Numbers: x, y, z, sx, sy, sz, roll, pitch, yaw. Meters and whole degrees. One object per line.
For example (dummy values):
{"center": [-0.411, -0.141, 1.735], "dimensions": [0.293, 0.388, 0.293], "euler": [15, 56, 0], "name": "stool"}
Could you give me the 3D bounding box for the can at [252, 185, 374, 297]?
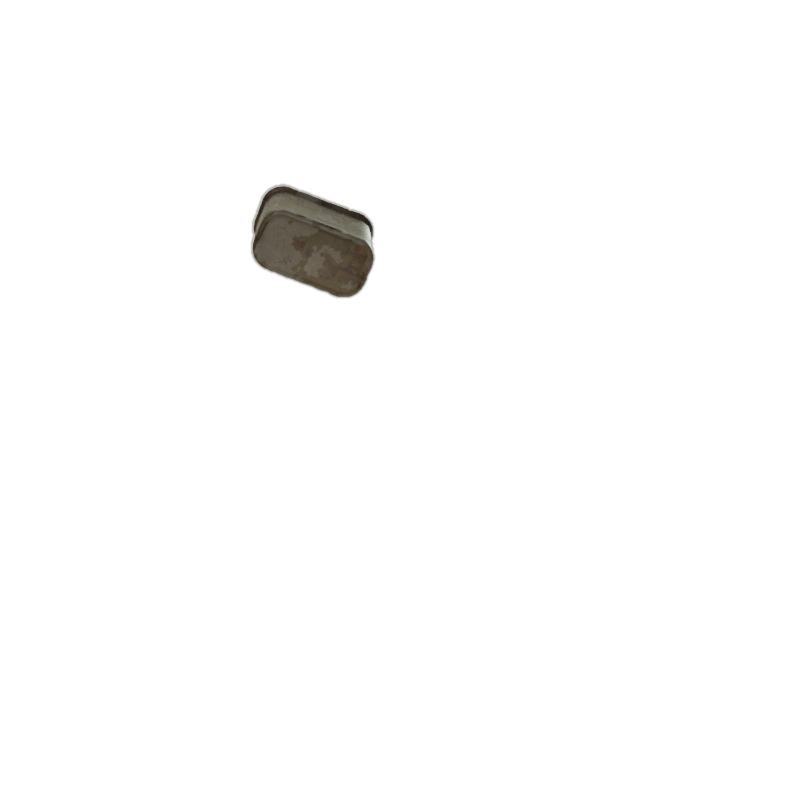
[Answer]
{"center": [-0.072, -0.131, 0.921], "dimensions": [0.101, 0.056, 0.087], "euler": [19, 18, -8], "name": "can"}
